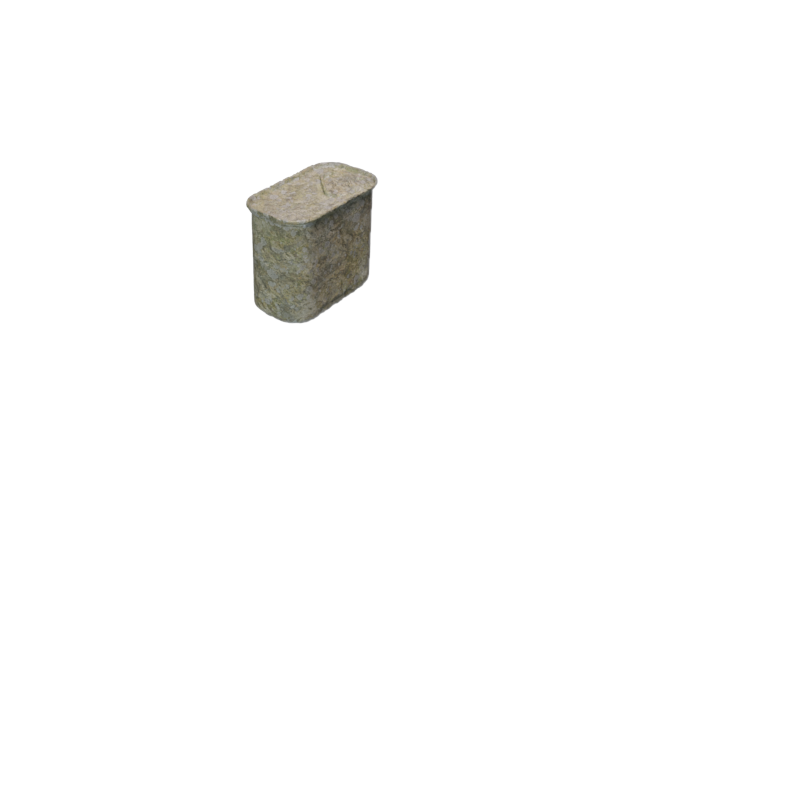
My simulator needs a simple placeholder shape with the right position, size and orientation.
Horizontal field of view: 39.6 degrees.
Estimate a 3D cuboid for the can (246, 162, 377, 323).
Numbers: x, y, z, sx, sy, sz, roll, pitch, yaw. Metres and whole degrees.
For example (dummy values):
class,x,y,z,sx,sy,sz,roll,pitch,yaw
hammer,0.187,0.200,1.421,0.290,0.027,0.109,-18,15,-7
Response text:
class,x,y,z,sx,sy,sz,roll,pitch,yaw
can,-0.063,-0.115,0.803,0.061,0.079,0.103,21,37,29
